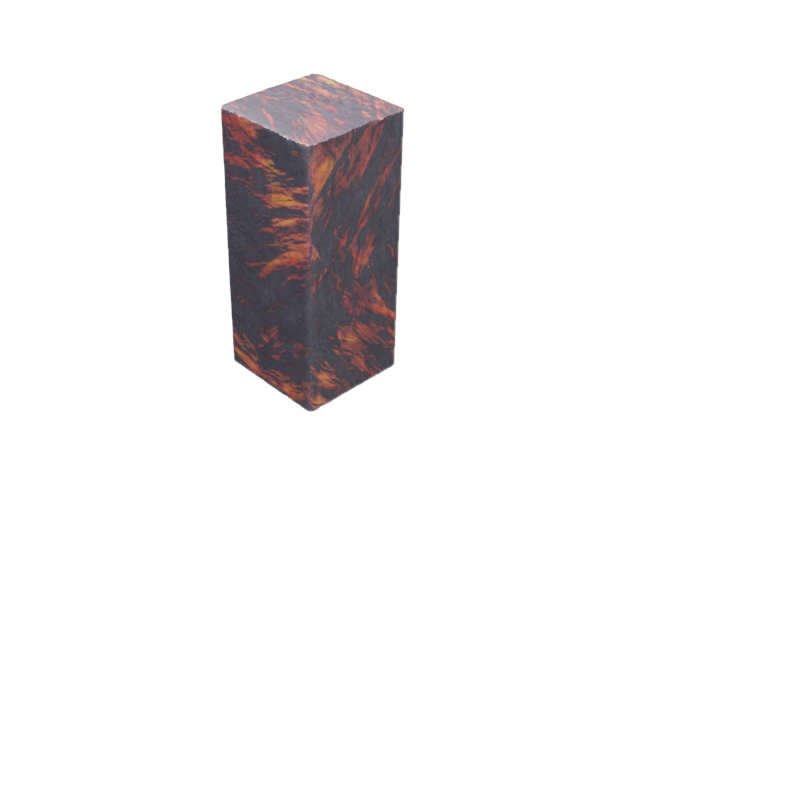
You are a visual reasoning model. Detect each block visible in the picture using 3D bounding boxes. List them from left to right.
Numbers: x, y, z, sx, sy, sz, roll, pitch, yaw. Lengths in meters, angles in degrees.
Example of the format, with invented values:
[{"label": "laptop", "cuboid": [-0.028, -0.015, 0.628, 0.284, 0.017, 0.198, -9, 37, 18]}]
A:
[{"label": "block", "cuboid": [-0.062, -0.111, 0.779, 0.090, 0.193, 0.097, -27, 43, -37]}]
